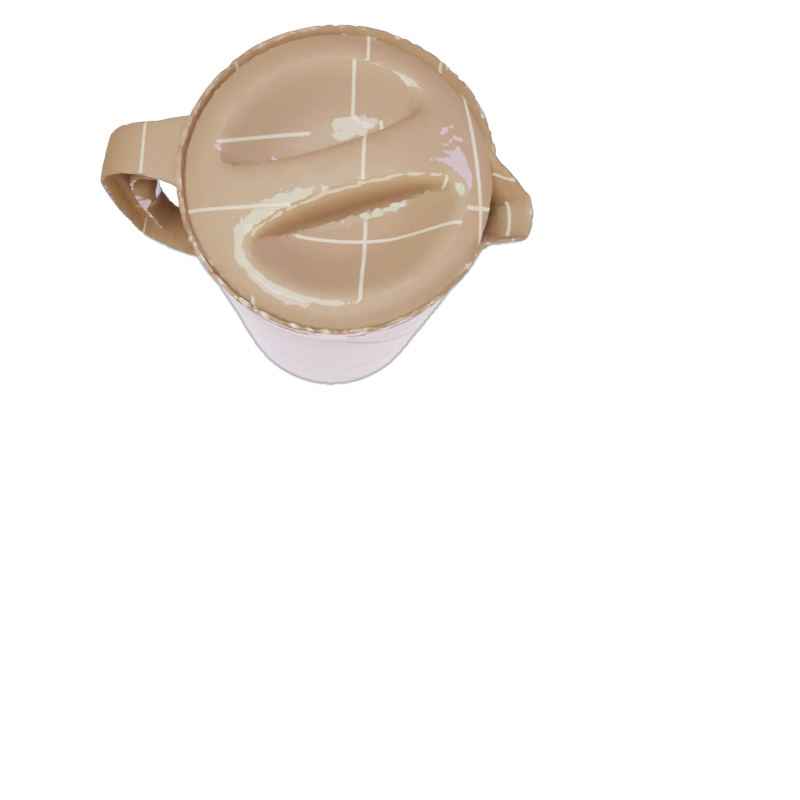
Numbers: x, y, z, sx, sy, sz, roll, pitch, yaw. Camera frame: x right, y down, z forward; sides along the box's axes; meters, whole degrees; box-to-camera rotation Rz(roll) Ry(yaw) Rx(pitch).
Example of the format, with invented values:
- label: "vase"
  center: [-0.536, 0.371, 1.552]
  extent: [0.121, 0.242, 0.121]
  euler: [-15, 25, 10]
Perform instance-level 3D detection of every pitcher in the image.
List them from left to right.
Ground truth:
- label: "pitcher"
  center: [-0.044, -0.080, 0.562]
  extent: [0.145, 0.153, 0.236]
  euler: [-36, -6, -9]
